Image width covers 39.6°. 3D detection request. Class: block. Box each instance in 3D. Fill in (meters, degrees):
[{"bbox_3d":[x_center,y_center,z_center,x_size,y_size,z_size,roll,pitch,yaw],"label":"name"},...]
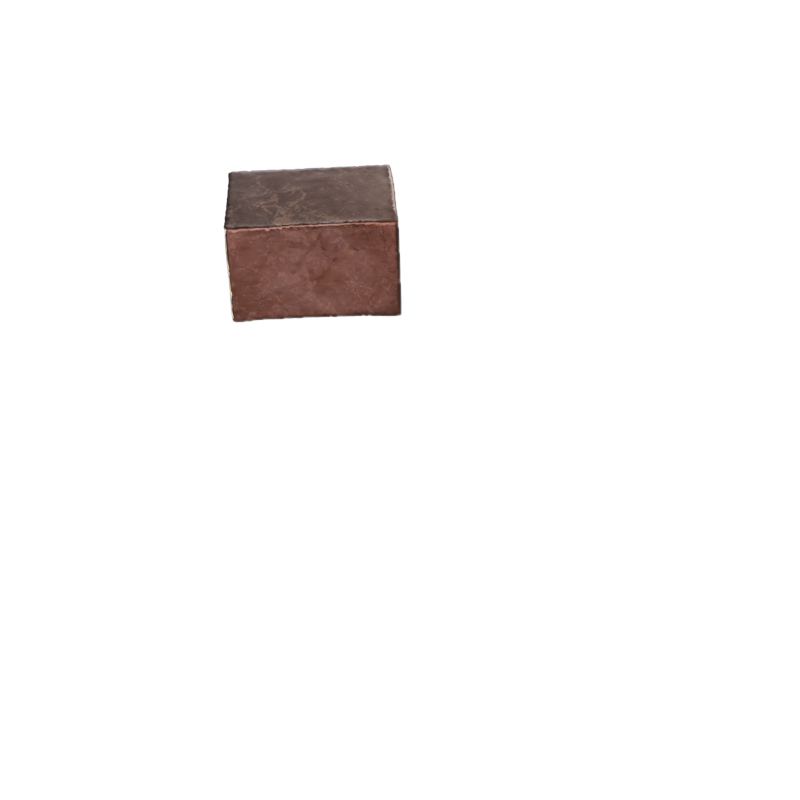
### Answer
[{"bbox_3d":[-0.040,-0.072,0.506,0.078,0.049,0.055,-2,37,0],"label":"block"}]
